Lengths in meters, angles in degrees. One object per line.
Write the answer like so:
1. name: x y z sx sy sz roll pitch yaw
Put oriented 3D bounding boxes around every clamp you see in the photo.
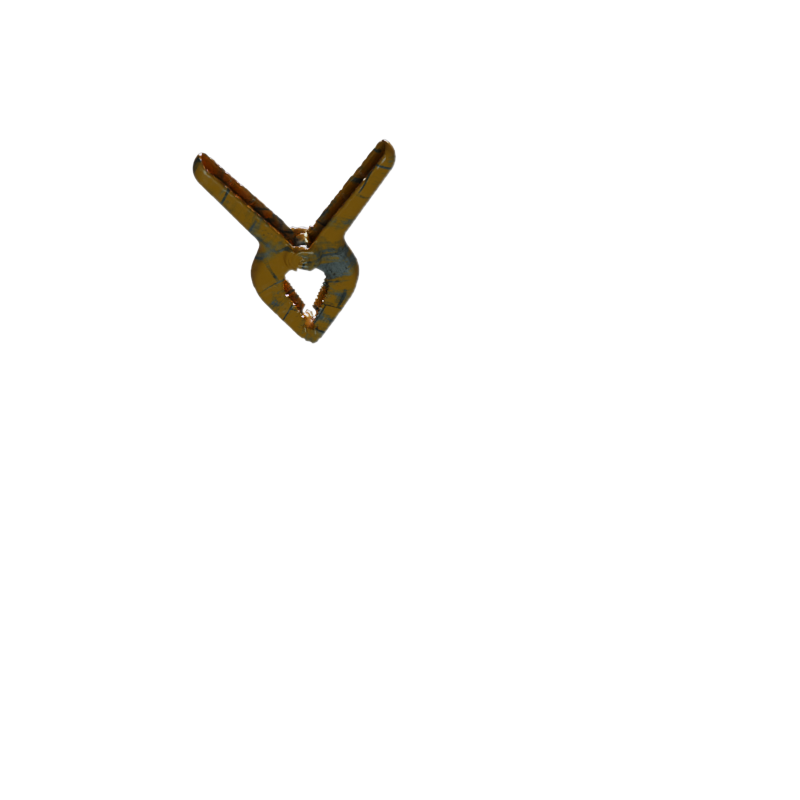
1. clamp: -0.075 -0.136 0.952 0.165 0.194 0.039 -7 41 6
